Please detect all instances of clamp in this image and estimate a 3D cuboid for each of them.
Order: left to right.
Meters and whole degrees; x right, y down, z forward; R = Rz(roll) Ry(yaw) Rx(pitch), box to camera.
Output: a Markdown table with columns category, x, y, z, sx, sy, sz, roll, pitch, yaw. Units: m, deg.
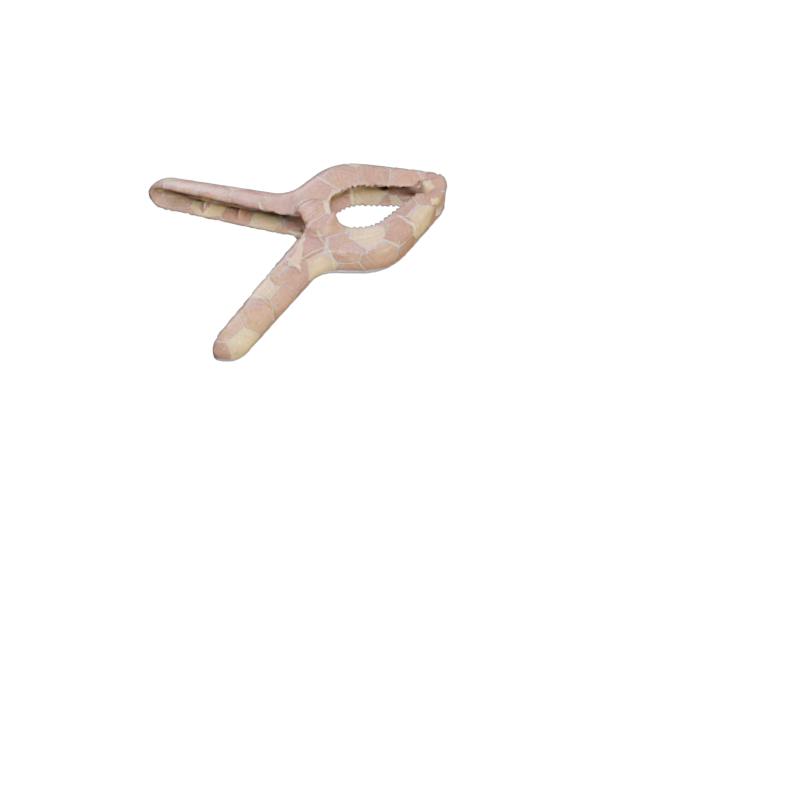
| category | x | y | z | sx | sy | sz | roll | pitch | yaw |
| --- | --- | --- | --- | --- | --- | --- | --- | --- | --- |
| clamp | -0.061 | -0.111 | 0.780 | 0.208 | 0.178 | 0.034 | -13 | -36 | -9 |
